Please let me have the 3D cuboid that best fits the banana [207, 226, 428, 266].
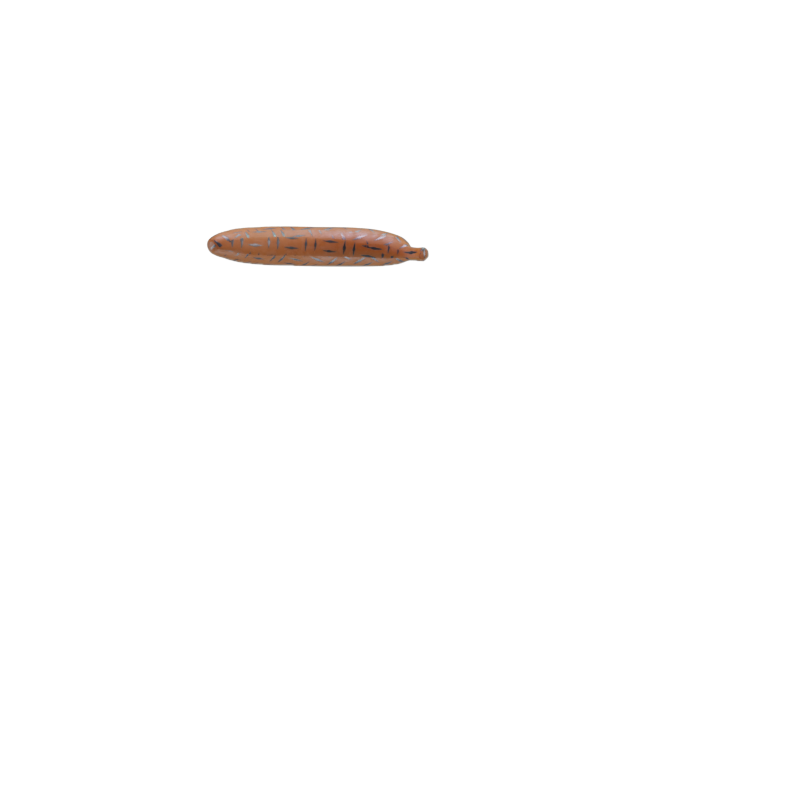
[{"bbox_3d":[-0.077,-0.143,1.018,0.196,0.037,0.069,0,-2,-4],"label":"banana"}]
